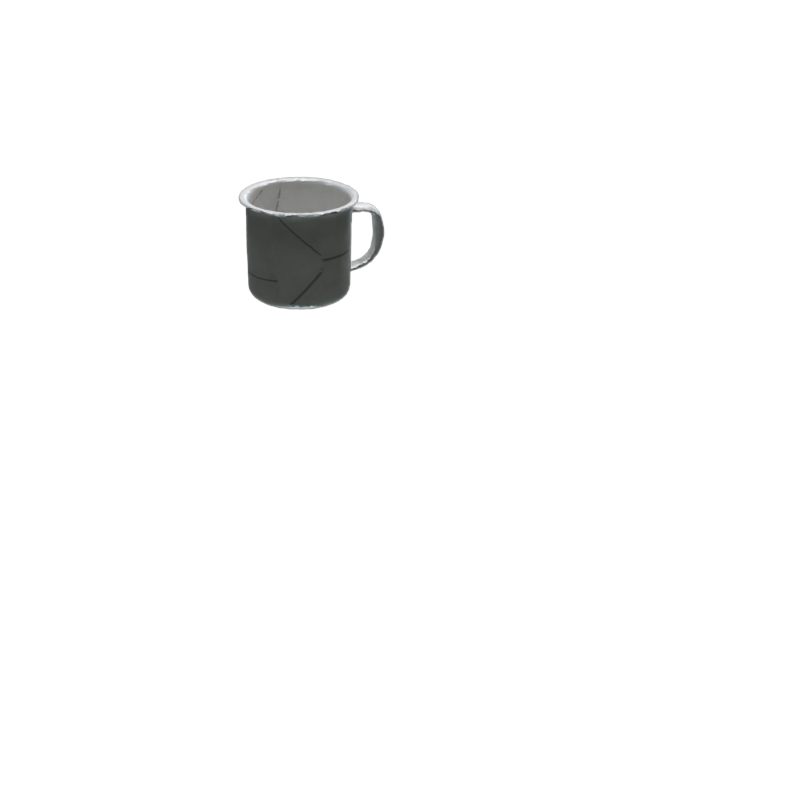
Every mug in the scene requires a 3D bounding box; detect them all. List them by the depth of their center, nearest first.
[{"bbox_3d":[-0.068,-0.125,0.872,0.115,0.077,0.100,-10,28,-21],"label":"mug"}]
